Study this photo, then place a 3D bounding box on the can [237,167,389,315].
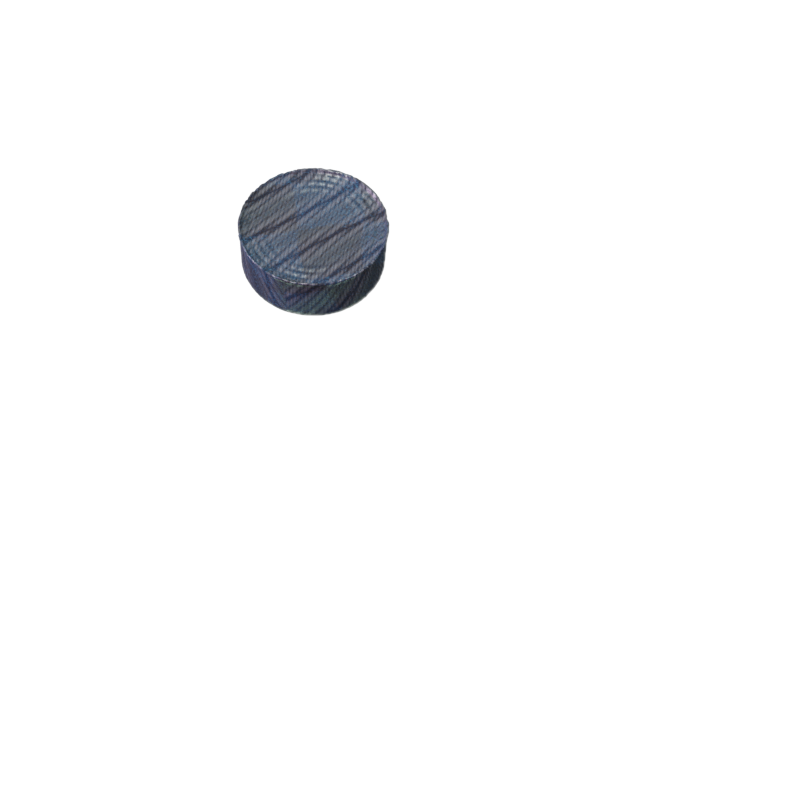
[{"bbox_3d":[-0.050,-0.091,0.640,0.086,0.092,0.031,-1,-35,-1],"label":"can"}]
